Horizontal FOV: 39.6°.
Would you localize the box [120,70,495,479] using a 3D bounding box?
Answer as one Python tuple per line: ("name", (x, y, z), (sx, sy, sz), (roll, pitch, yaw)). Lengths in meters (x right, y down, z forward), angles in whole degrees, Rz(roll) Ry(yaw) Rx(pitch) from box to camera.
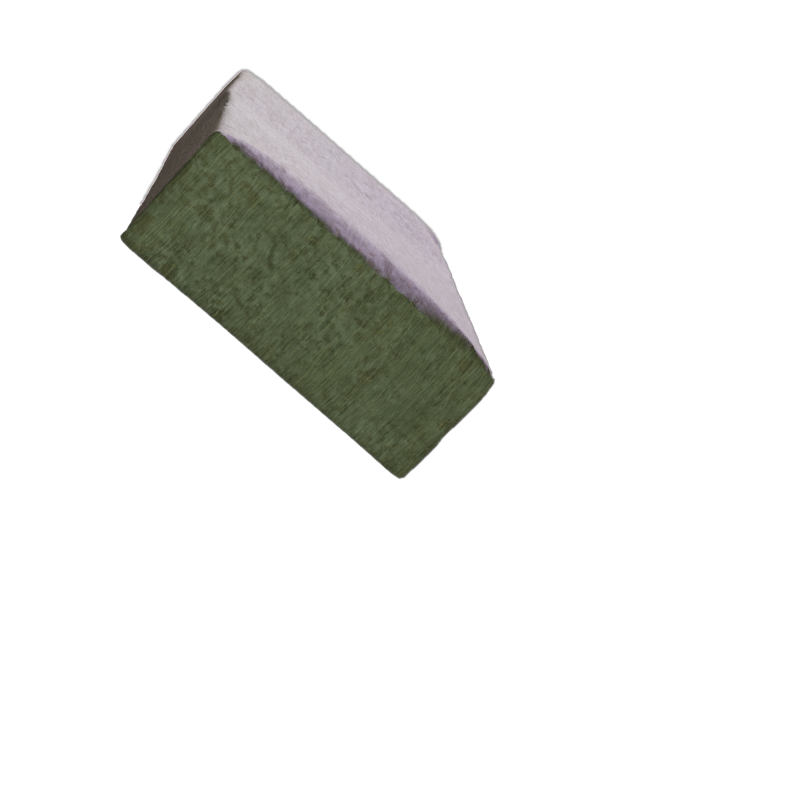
("box", (-0.044, -0.080, 0.560), (0.159, 0.071, 0.224), (40, 15, -16))
